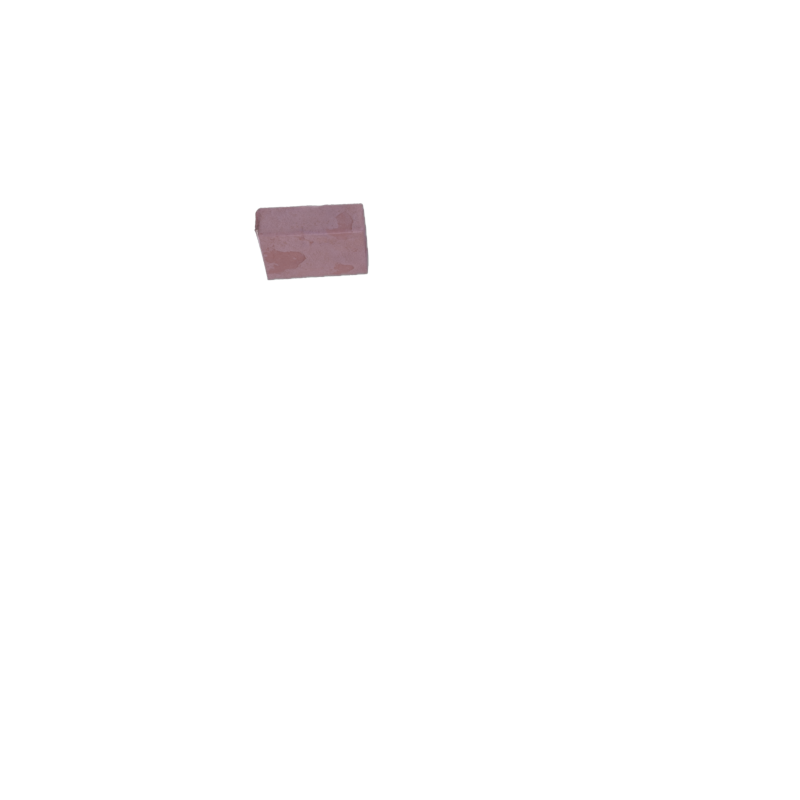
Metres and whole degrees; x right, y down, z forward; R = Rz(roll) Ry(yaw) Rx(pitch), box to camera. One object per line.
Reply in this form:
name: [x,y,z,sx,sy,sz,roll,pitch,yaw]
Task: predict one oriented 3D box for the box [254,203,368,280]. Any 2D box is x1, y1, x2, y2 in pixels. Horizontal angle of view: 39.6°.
box: [-0.072,-0.132,0.921,0.090,0.032,0.068,-2,-26,3]
